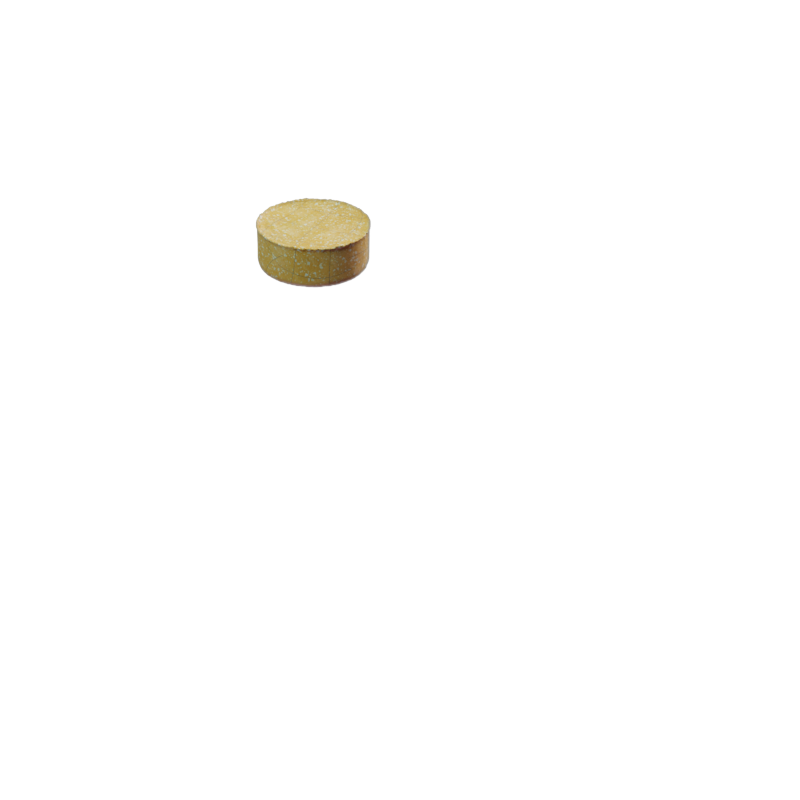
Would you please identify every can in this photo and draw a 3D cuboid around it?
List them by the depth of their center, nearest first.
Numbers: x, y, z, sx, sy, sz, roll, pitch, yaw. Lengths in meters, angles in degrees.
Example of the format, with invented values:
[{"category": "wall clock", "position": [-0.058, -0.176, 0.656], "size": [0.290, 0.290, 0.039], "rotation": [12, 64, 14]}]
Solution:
[{"category": "can", "position": [-0.065, -0.119, 0.833], "size": [0.086, 0.032, 0.091], "rotation": [-1, 33, -2]}]
